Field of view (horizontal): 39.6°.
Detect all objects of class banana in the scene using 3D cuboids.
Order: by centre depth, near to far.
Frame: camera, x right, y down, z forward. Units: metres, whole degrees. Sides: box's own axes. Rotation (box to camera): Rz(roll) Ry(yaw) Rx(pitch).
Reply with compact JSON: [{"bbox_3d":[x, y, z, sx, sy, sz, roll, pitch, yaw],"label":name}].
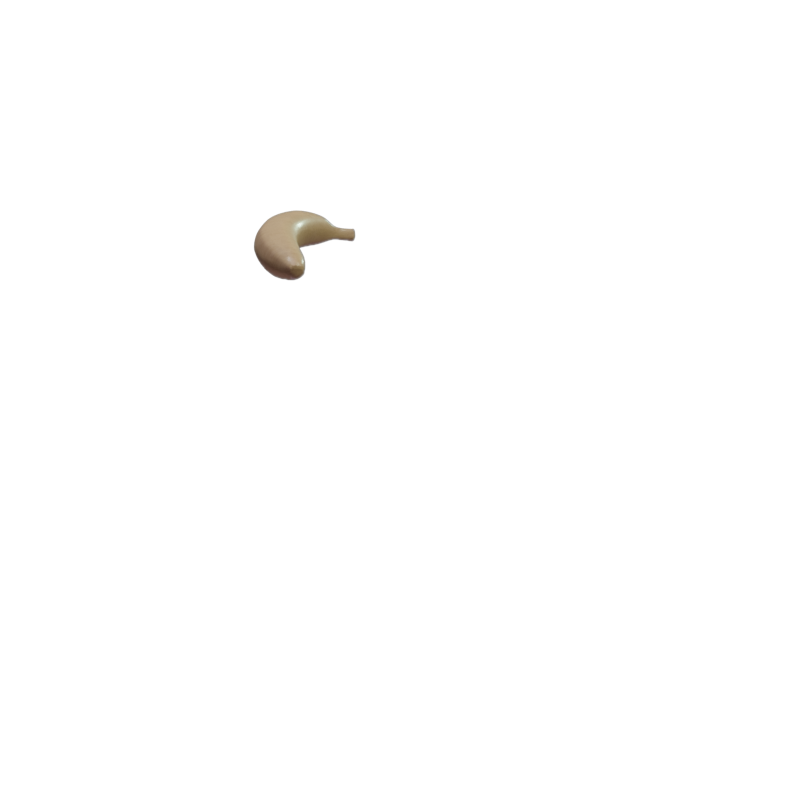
[{"bbox_3d":[-0.094,-0.142,0.982,0.071,0.035,0.201,4,19,11],"label":"banana"}]
